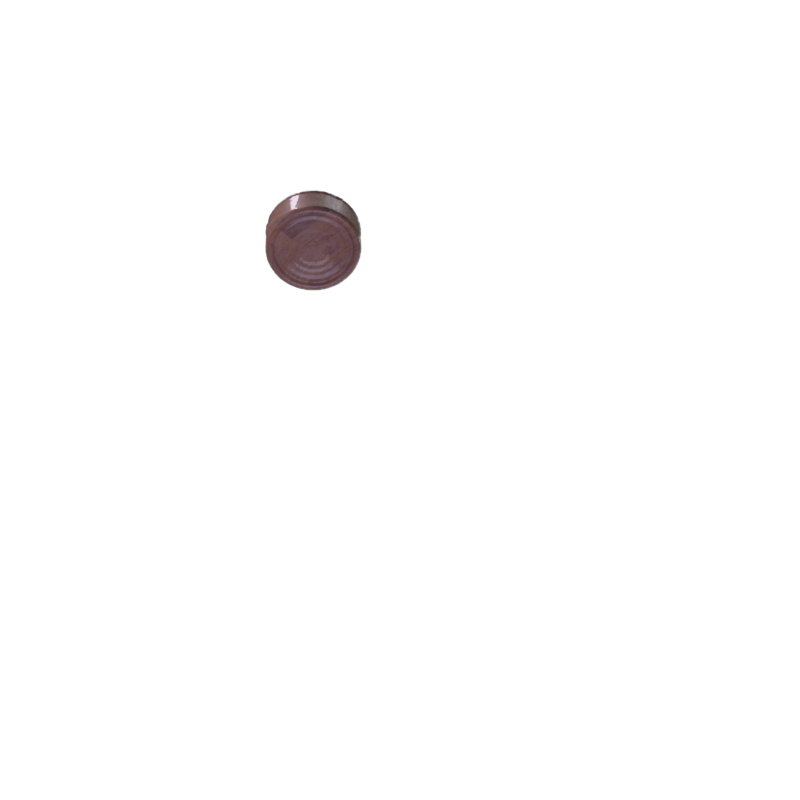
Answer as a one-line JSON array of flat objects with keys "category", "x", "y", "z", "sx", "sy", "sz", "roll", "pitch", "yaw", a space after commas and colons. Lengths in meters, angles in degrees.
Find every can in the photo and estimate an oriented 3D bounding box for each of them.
[{"category": "can", "x": -0.077, "y": -0.140, "z": 0.982, "sx": 0.086, "sy": 0.081, "sz": 0.036, "roll": 1, "pitch": 32, "yaw": -1}]
